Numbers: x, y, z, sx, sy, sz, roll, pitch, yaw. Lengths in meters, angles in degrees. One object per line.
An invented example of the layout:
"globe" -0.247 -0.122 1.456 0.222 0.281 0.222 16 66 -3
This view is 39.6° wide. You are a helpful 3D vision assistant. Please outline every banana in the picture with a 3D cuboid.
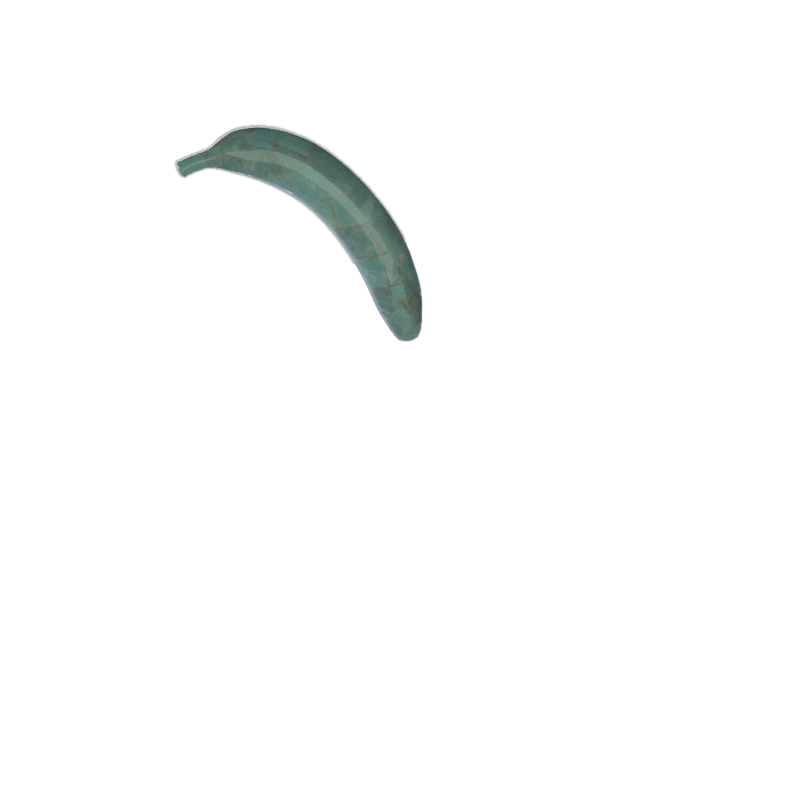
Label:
"banana" -0.048 -0.120 0.724 0.193 0.069 0.038 37 14 -11
